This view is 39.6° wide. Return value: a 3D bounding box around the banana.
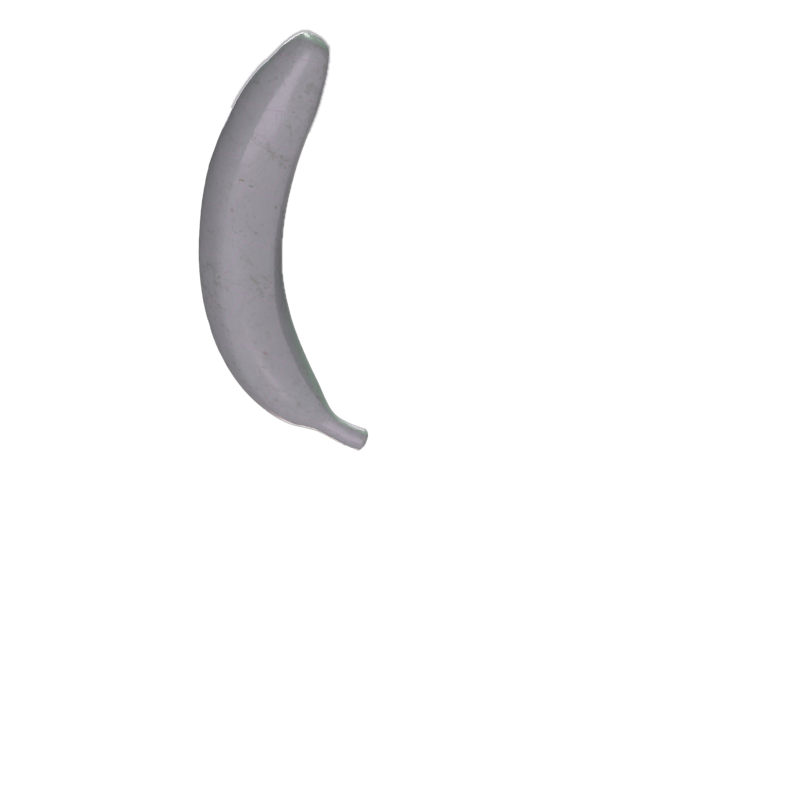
[{"bbox_3d":[-0.057,-0.066,0.497,0.070,0.187,0.039,-5,25,1],"label":"banana"}]
